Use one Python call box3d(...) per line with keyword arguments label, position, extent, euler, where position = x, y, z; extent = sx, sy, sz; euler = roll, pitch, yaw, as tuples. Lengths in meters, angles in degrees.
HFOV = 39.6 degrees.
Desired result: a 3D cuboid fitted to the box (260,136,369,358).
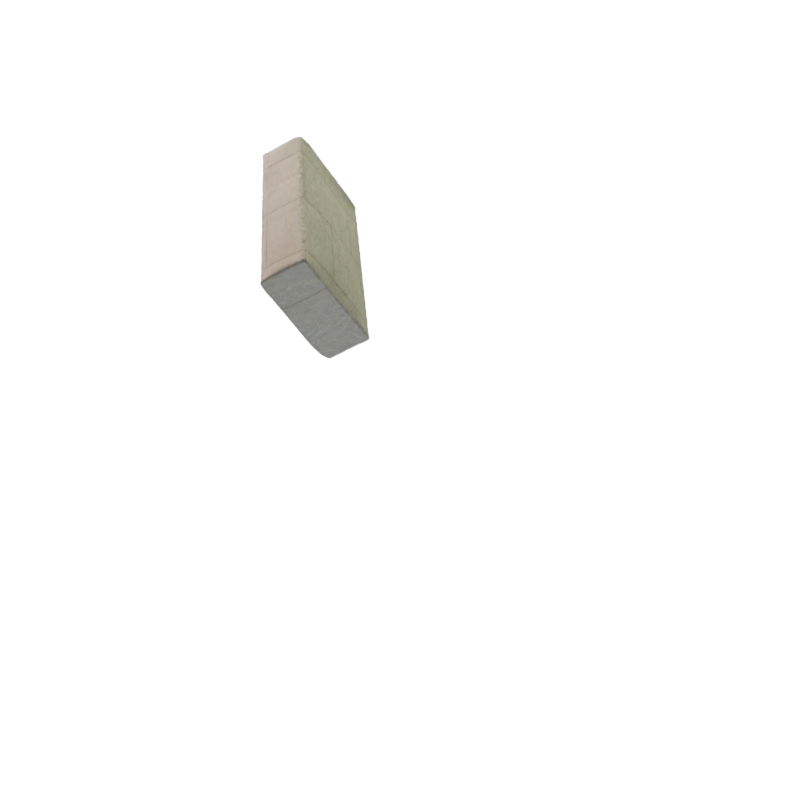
box3d(label="box", position=(-0.069, -0.126, 0.879), extent=(0.048, 0.189, 0.087), euler=(-26, -51, 19))
